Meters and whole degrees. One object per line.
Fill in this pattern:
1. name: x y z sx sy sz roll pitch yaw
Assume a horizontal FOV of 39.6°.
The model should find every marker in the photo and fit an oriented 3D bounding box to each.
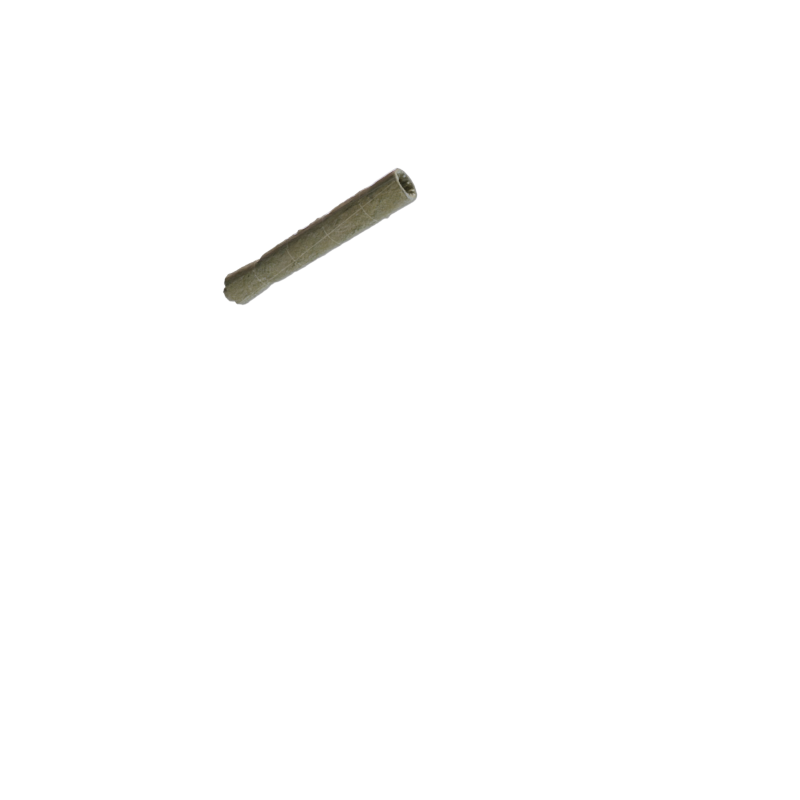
1. marker: -0.045 -0.082 0.571 0.121 0.020 0.019 -28 -10 27
